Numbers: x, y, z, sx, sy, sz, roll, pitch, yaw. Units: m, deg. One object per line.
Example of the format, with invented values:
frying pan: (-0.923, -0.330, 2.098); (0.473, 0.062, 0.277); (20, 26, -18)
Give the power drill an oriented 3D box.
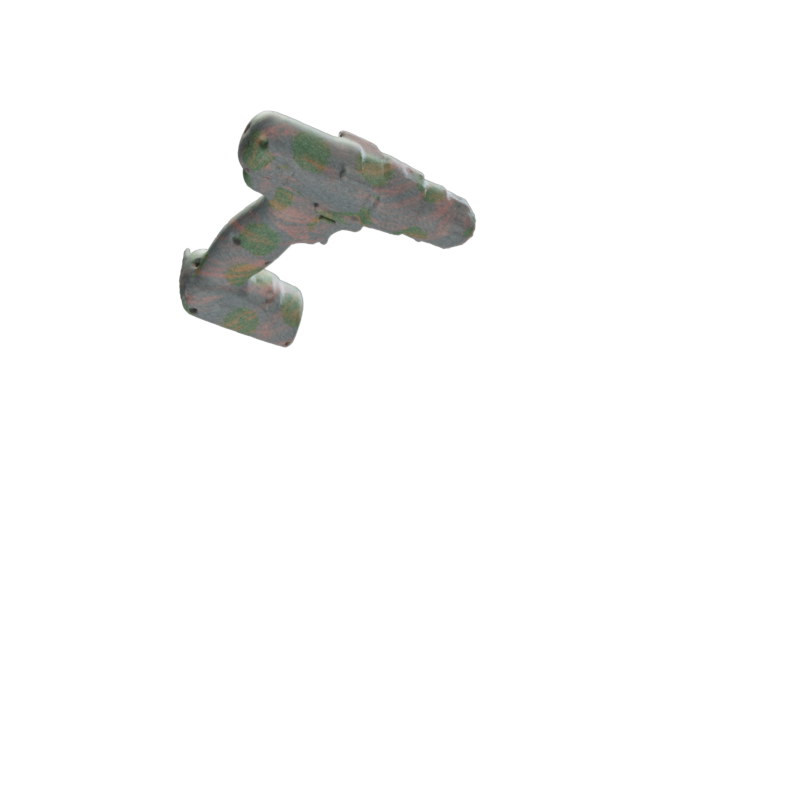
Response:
power drill: (-0.063, -0.116, 0.811); (0.176, 0.062, 0.183); (22, -46, -24)
